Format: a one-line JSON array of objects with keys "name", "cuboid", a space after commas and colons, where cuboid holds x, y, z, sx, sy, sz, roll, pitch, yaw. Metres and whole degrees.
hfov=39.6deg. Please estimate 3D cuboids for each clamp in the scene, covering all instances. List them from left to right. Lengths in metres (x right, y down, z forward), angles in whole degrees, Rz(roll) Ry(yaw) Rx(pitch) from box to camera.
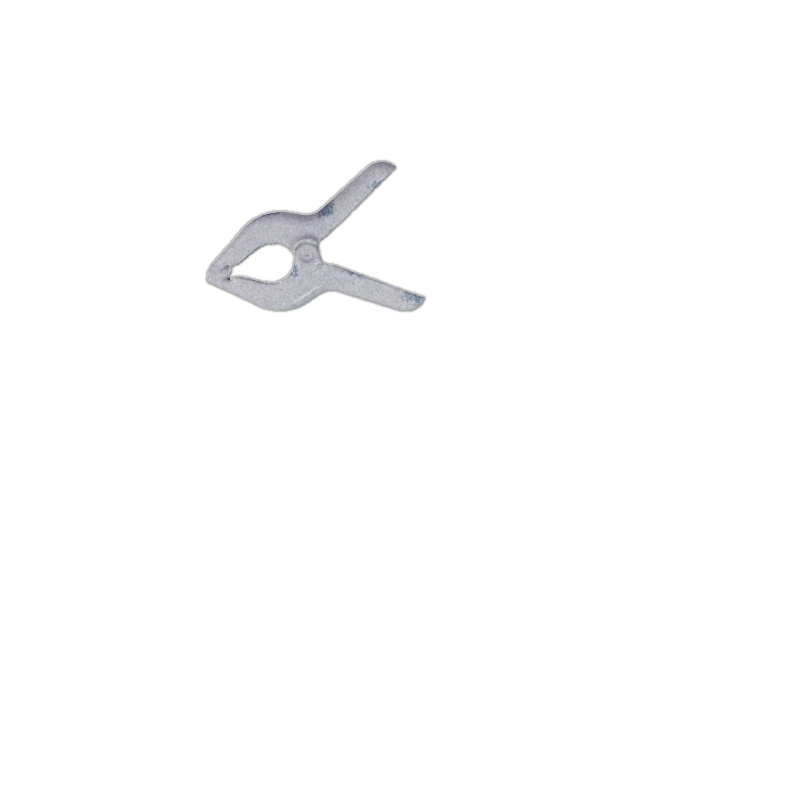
[{"name": "clamp", "cuboid": [-0.069, -0.126, 0.881, 0.171, 0.123, 0.038, -4, -9, -1]}]
